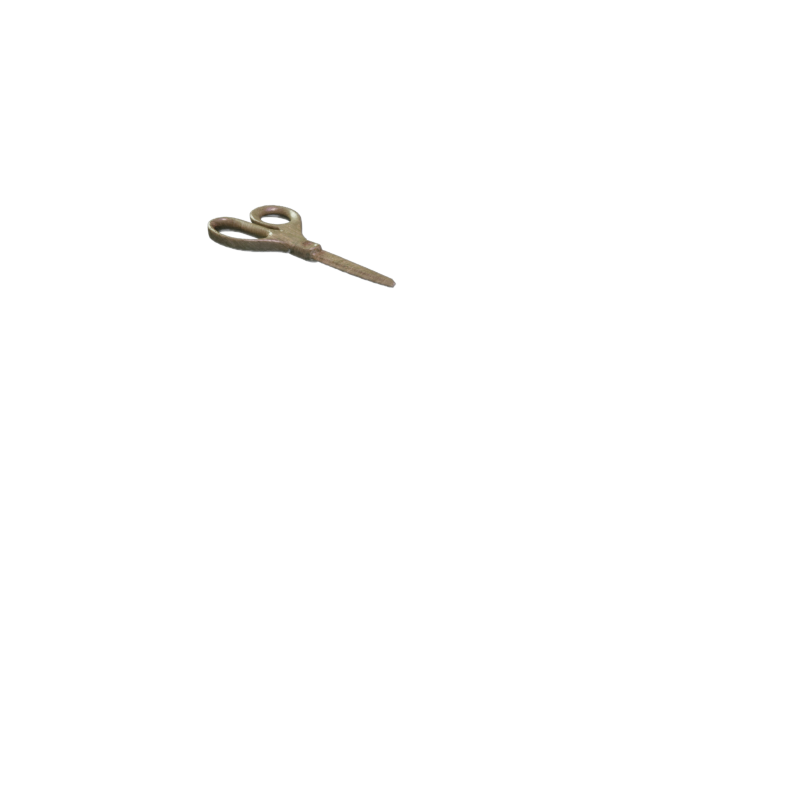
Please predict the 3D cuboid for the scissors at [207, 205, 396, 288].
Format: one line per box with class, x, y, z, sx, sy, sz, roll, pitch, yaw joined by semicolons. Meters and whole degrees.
scissors;-0.078;-0.142;0.998;0.210;0.015;0.098;15;34;23
